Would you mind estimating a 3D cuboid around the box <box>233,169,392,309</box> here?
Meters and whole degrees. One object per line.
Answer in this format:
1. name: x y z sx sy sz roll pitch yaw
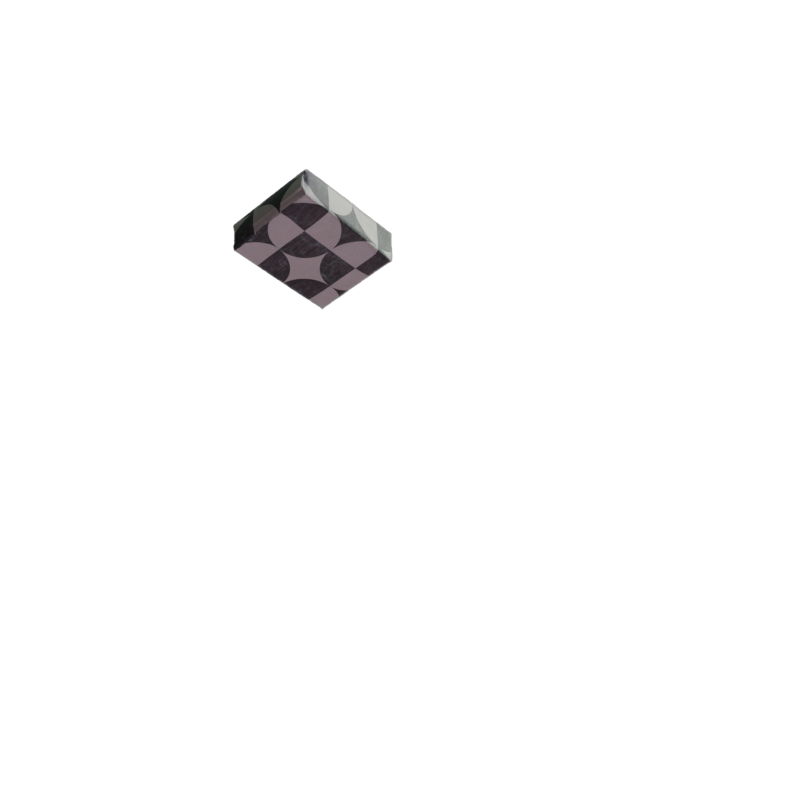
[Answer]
1. box: -0.075 -0.137 0.961 0.089 0.042 0.106 -33 -52 30
